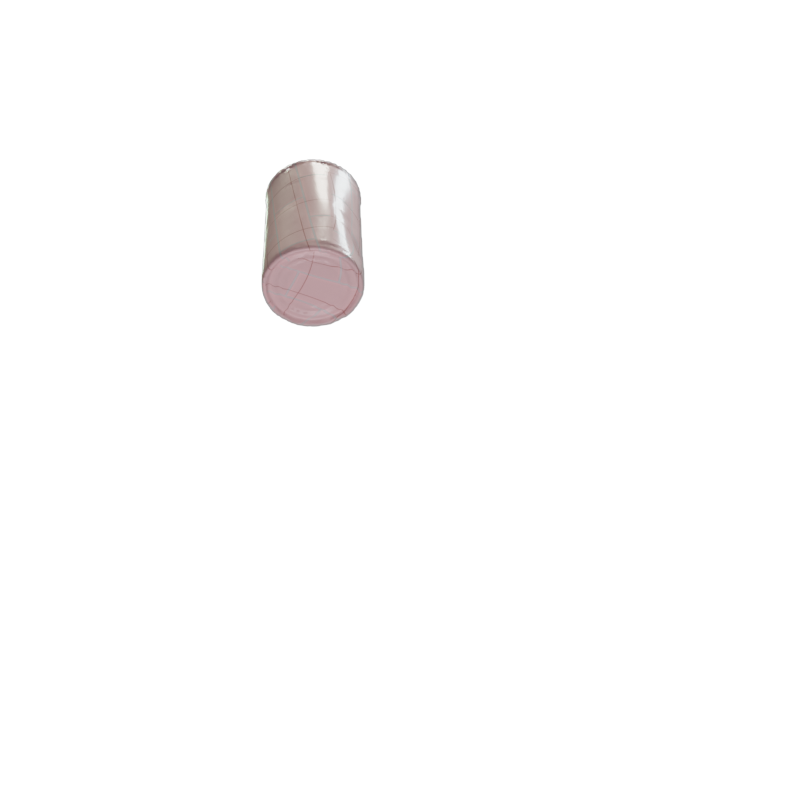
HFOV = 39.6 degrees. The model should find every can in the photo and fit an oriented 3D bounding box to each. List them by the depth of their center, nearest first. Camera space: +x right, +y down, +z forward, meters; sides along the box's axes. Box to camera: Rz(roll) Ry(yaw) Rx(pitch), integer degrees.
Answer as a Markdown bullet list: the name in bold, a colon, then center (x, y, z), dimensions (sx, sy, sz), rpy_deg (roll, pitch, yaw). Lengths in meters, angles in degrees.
- **can**: center (-0.058, -0.107, 0.747), dimensions (0.068, 0.064, 0.110), rpy_deg (-1, 41, -3)
